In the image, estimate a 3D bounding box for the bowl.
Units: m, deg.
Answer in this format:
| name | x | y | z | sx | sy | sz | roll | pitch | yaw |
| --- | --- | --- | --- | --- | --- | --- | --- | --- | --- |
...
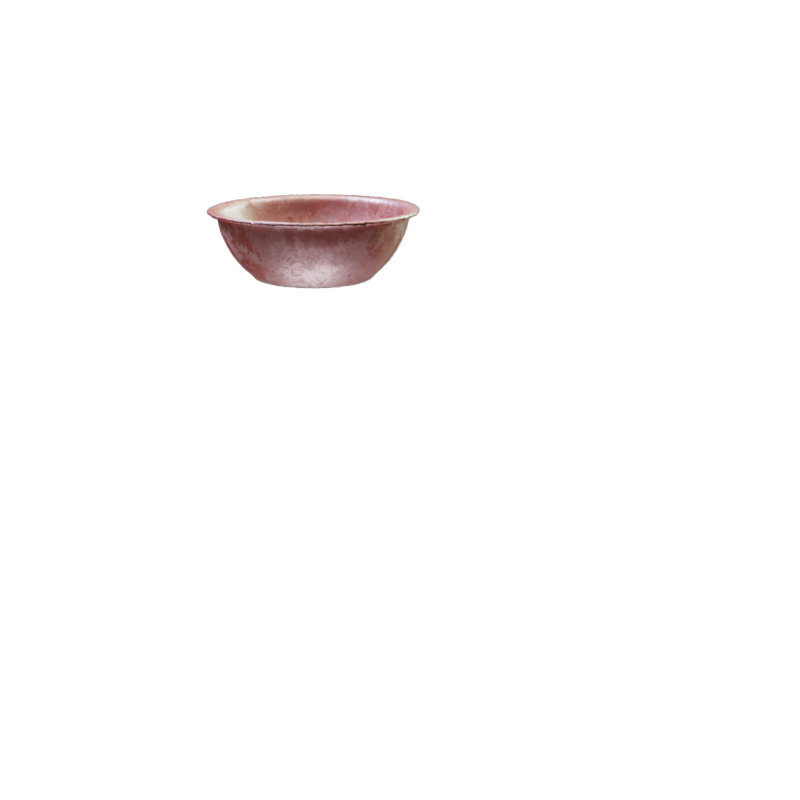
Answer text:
| name | x | y | z | sx | sy | sz | roll | pitch | yaw |
| --- | --- | --- | --- | --- | --- | --- | --- | --- | --- |
| bowl | -0.066 | -0.121 | 0.847 | 0.162 | 0.053 | 0.168 | -1 | 16 | -2 |
